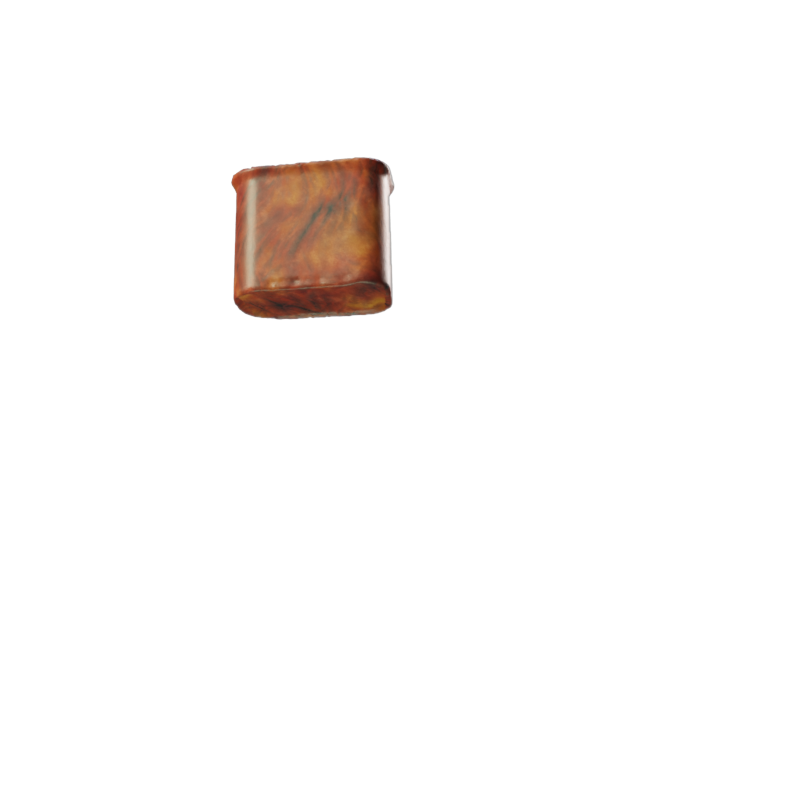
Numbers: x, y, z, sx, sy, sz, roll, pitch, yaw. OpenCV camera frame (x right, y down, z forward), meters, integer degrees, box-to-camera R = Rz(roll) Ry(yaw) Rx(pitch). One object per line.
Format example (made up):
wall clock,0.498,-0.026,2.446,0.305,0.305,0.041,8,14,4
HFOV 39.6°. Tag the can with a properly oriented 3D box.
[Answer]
can,-0.054,-0.099,0.692,0.103,0.088,0.054,-4,-22,8
